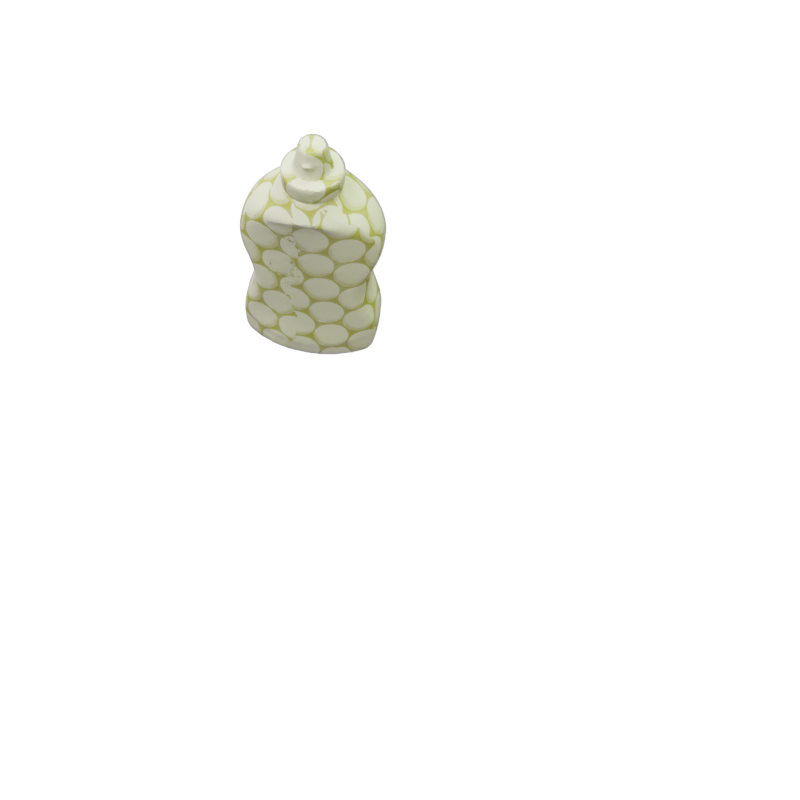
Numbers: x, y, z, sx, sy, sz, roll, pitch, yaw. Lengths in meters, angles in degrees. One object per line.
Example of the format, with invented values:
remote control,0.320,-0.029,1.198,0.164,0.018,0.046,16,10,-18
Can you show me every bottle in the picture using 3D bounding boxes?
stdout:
bottle,-0.058,-0.106,0.745,0.097,0.062,0.179,13,-34,6
